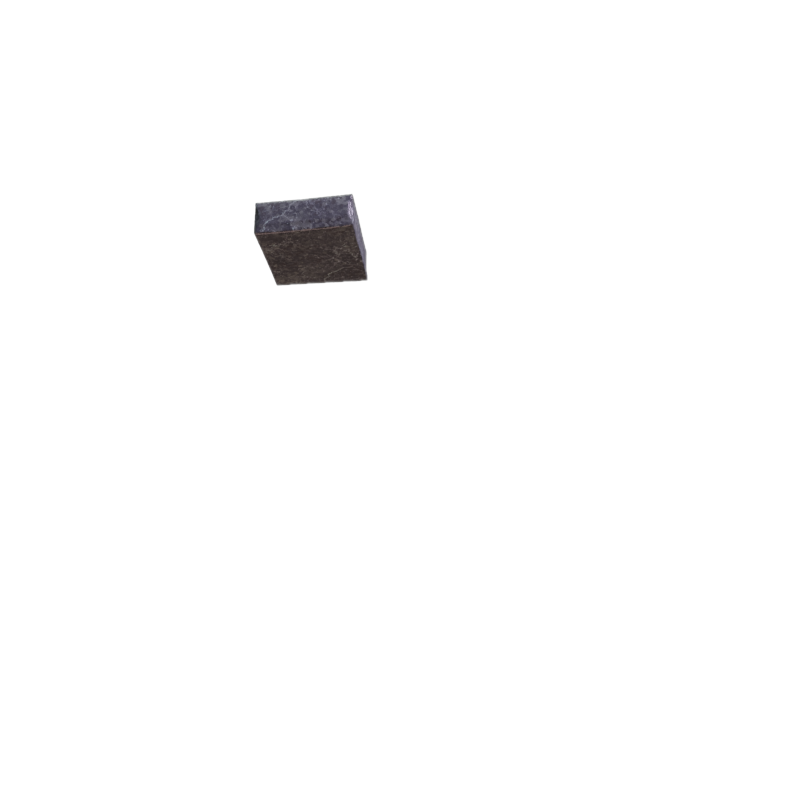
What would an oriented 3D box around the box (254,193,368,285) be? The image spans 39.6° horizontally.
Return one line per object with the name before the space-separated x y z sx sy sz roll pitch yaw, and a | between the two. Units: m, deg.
box | -0.066 -0.119 0.837 0.074 0.032 0.084 -3 -23 7
